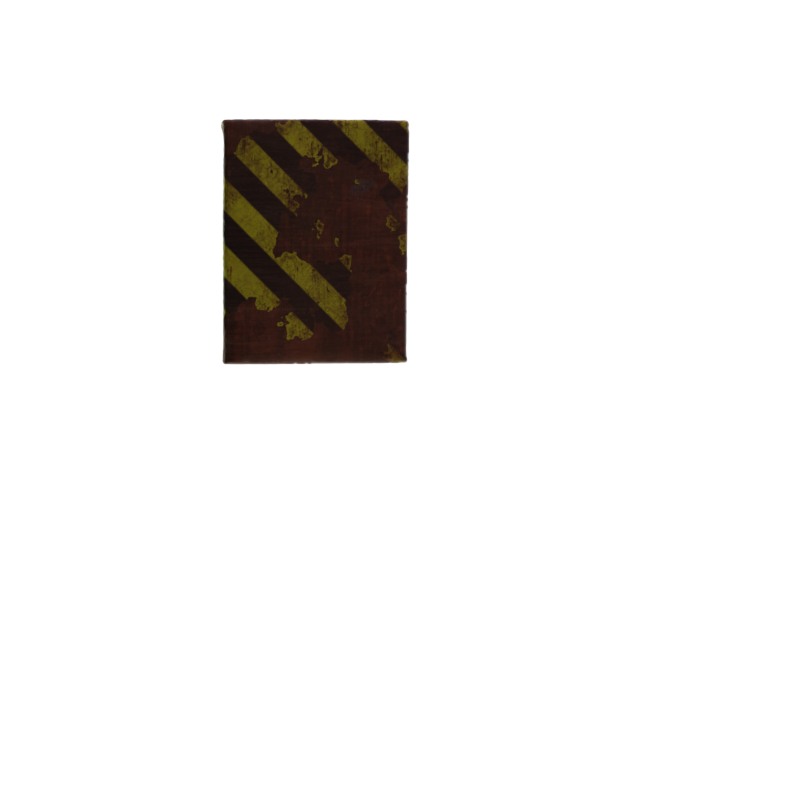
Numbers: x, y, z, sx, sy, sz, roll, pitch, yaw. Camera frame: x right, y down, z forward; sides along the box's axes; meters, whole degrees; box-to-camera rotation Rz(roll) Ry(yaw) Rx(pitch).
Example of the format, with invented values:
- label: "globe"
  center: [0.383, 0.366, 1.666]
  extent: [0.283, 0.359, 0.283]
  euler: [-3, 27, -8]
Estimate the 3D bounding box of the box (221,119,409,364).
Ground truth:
- label: "box"
  center: [-0.078, -0.141, 0.991]
  extent: [0.163, 0.213, 0.073]
  euler: [0, 3, -6]
